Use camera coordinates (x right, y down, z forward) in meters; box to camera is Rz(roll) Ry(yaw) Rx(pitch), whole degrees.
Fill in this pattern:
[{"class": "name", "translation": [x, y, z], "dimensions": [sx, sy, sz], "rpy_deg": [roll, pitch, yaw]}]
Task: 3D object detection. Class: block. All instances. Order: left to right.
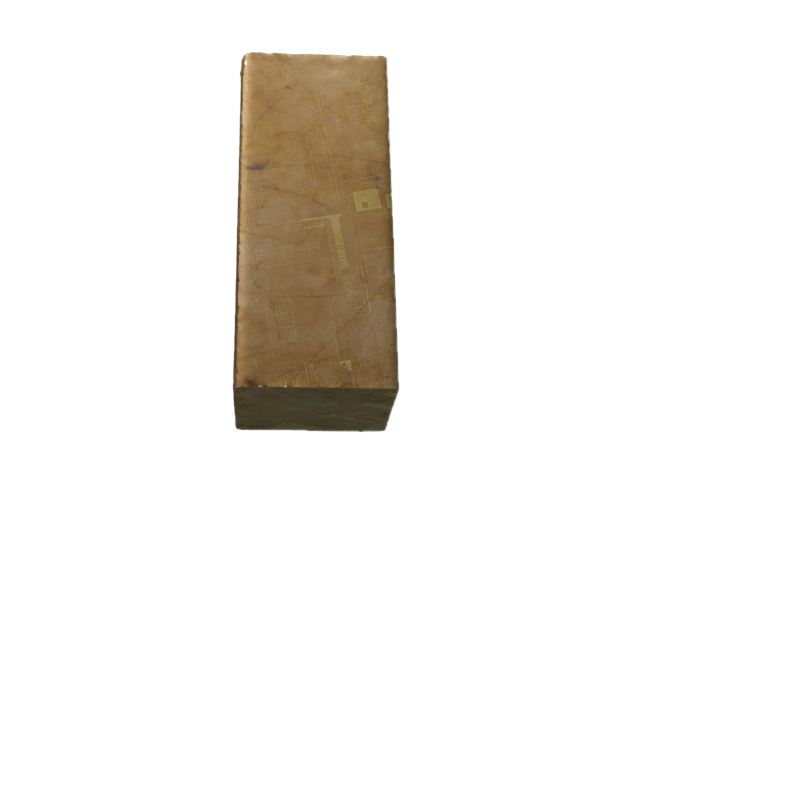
[{"class": "block", "translation": [-0.052, -0.094, 0.656], "dimensions": [0.090, 0.217, 0.087], "rpy_deg": [0, -22, -5]}]
